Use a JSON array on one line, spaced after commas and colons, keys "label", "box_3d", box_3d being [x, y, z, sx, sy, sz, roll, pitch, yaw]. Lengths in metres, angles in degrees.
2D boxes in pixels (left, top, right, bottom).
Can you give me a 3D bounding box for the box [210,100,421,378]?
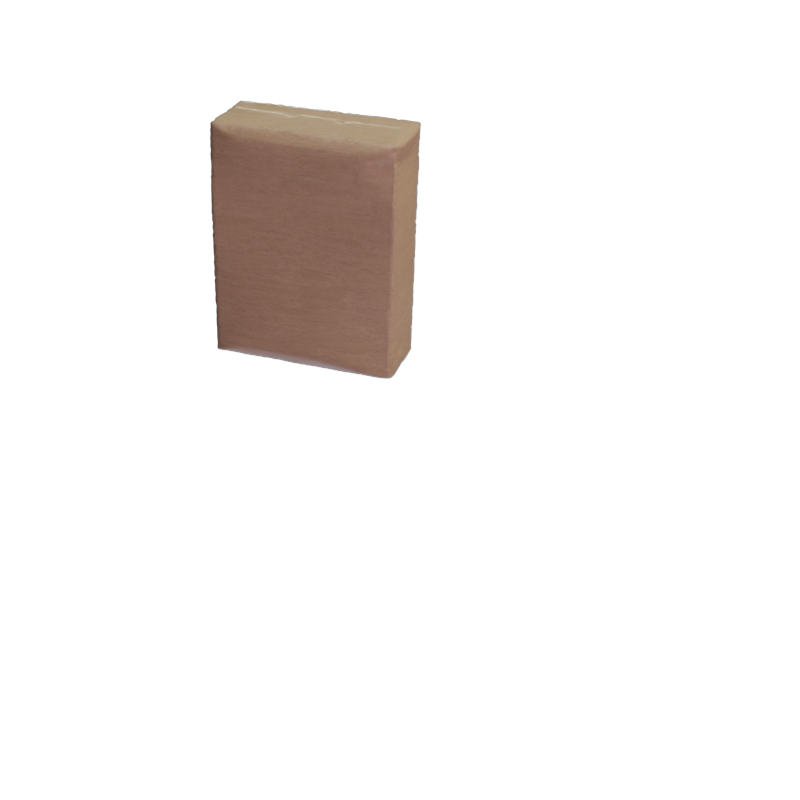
[{"label": "box", "box_3d": [-0.073, -0.134, 0.937, 0.169, 0.202, 0.074, 11, 28, 17]}]
